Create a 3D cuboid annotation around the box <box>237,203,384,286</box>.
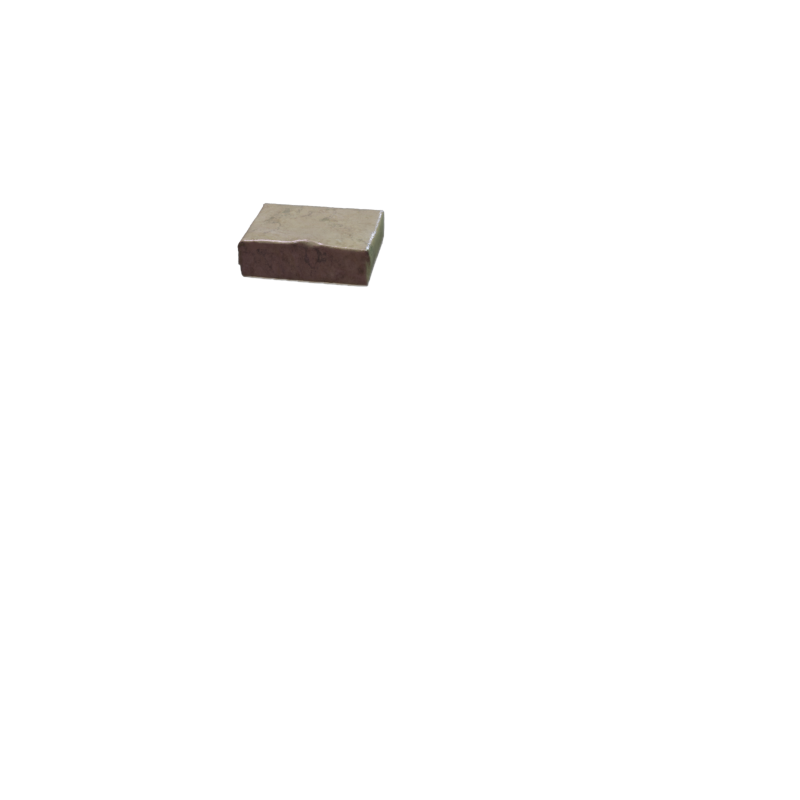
[{"bbox_3d":[-0.060,-0.108,0.759,0.090,0.029,0.076,5,29,8],"label":"box"}]
